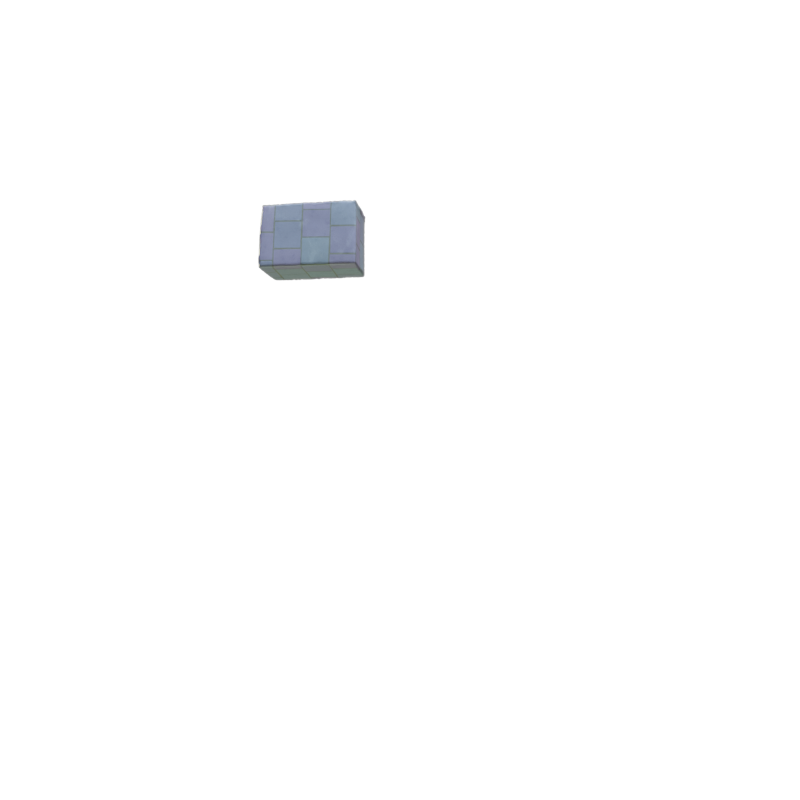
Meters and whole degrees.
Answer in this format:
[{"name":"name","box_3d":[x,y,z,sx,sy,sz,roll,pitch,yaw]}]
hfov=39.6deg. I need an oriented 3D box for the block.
[{"name":"block","box_3d":[-0.069,-0.127,0.887,0.079,0.053,0.051,-2,-10,9]}]
